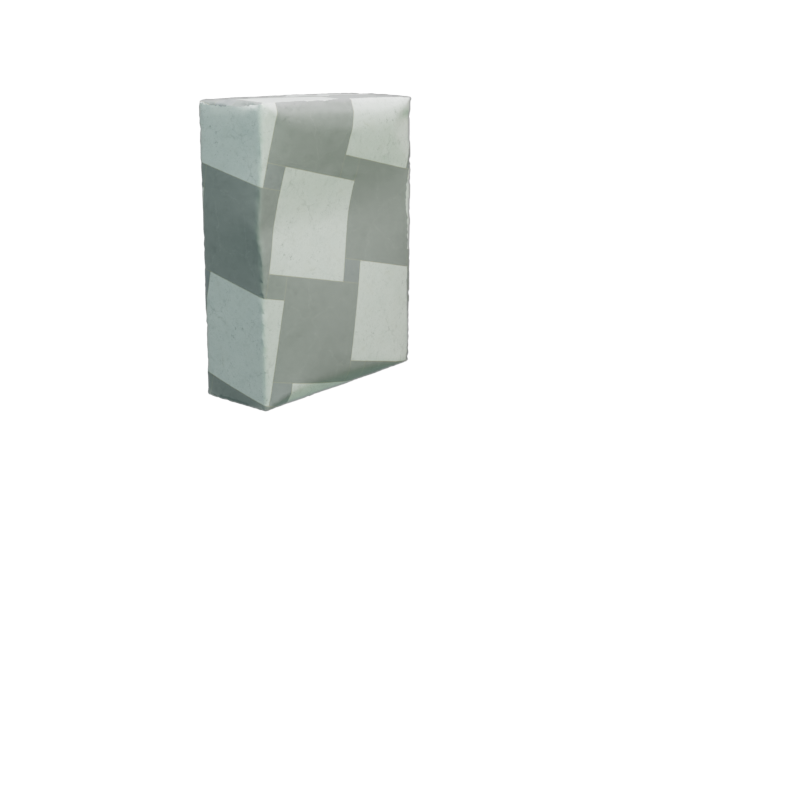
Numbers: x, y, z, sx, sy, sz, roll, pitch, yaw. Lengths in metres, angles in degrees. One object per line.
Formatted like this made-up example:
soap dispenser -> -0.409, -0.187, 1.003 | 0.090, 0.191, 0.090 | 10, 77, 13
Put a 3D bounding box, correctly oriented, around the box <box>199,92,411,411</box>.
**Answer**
box -> -0.064, -0.117, 0.820 | 0.075, 0.208, 0.161 | 10, 16, 39
